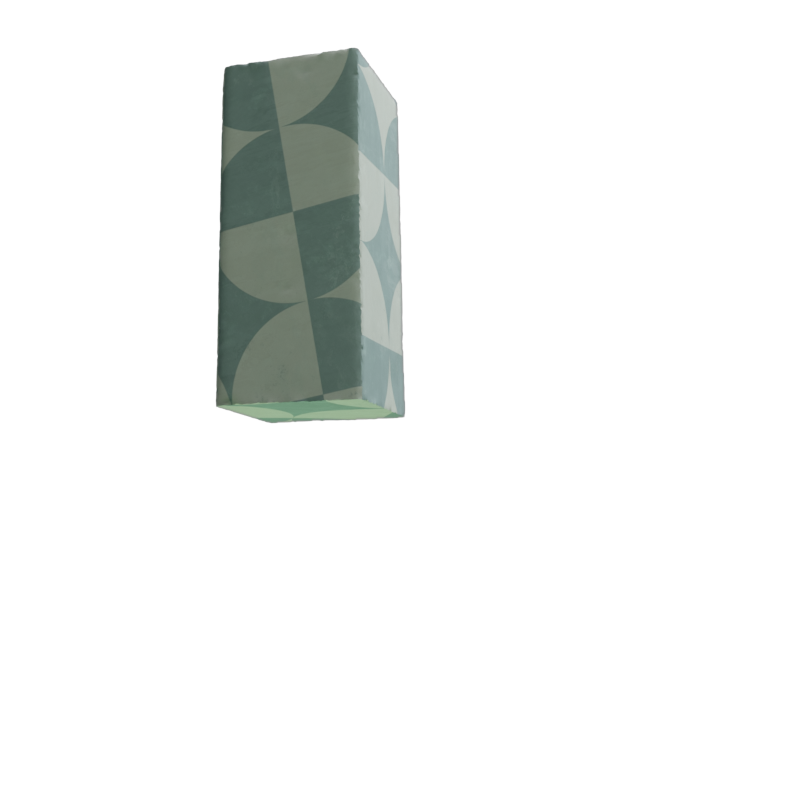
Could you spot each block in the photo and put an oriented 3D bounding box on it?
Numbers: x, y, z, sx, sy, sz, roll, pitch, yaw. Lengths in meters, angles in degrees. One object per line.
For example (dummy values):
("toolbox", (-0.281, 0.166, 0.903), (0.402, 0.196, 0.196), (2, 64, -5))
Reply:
("block", (-0.053, -0.096, 0.672), (0.092, 0.214, 0.086), (-5, -15, 16))
